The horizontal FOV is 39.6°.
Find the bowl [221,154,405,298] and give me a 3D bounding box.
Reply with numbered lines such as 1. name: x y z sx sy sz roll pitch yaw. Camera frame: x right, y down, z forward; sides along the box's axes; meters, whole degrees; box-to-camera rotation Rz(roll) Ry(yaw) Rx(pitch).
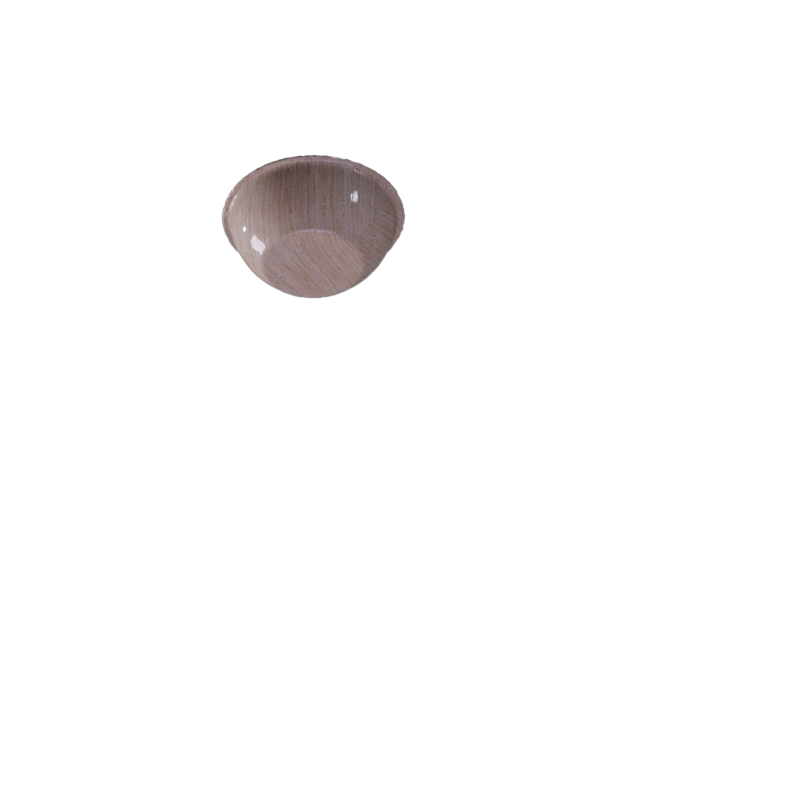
1. bowl: -0.075 -0.138 0.964 0.162 0.059 0.151 1 -37 -2
